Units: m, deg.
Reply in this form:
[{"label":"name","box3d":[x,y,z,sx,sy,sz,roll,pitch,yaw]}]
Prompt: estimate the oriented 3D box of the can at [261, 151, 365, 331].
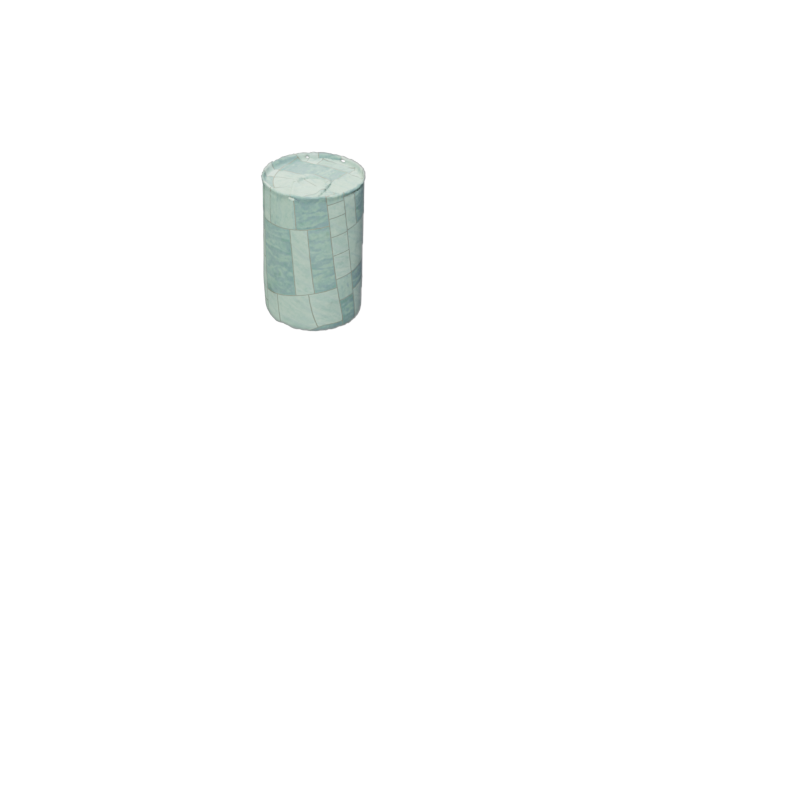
[{"label":"can","box3d":[-0.058,-0.106,0.743,0.068,0.096,0.073,0,32,-3]}]
